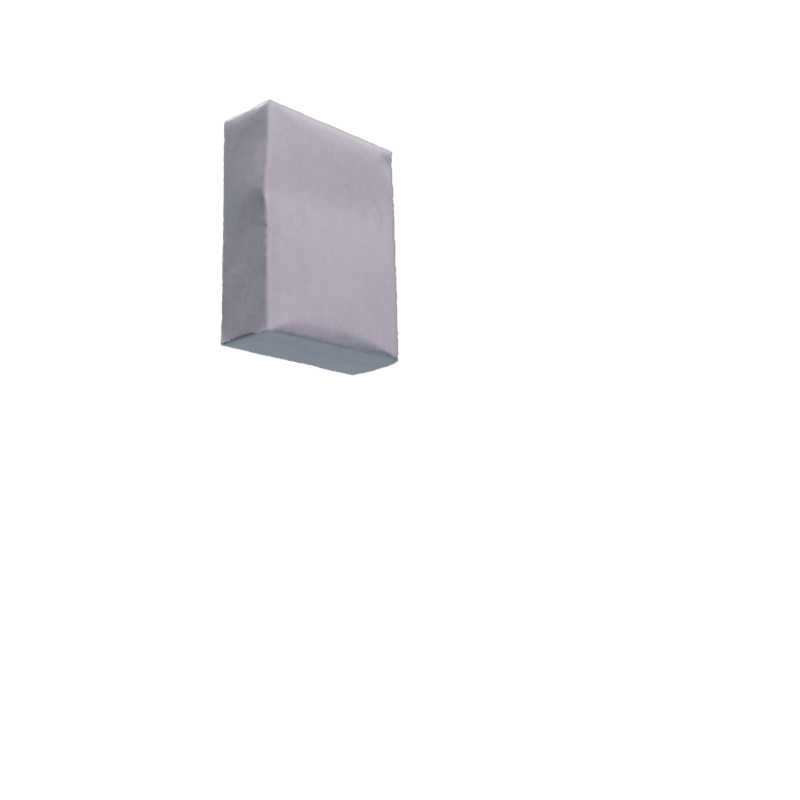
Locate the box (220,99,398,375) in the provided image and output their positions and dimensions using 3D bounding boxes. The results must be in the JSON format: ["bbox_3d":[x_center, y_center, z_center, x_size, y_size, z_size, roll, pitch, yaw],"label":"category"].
[{"bbox_3d":[-0.078,-0.143,0.999,0.073,0.224,0.155,-19,-25,42],"label":"box"}]
